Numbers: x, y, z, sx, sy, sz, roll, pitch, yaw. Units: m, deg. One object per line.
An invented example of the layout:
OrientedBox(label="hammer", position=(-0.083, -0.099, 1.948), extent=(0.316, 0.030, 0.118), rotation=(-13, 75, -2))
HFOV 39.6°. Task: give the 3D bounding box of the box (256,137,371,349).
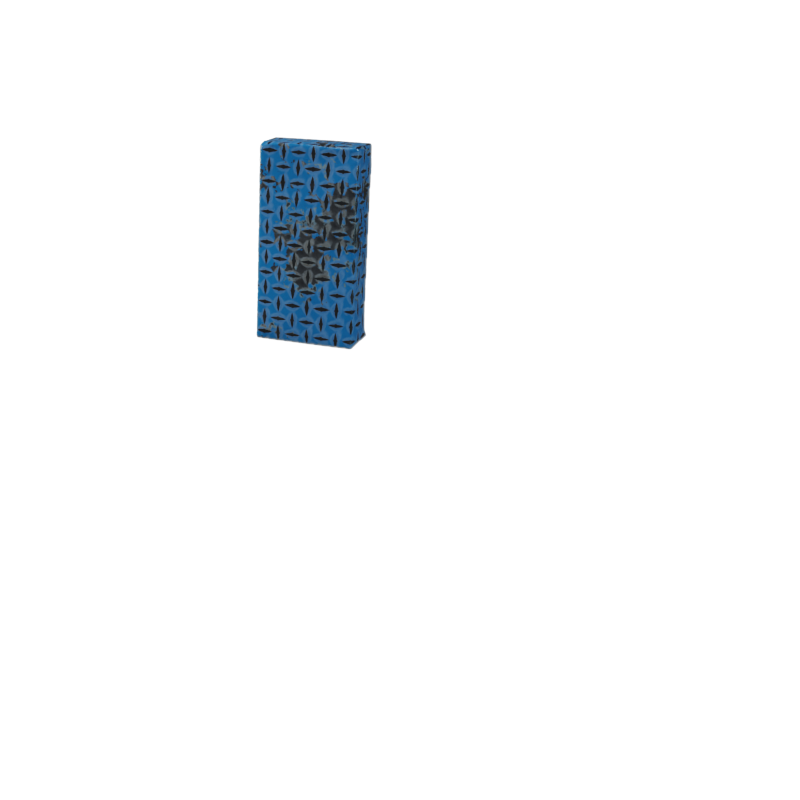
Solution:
OrientedBox(label="box", position=(-0.076, -0.139, 0.971), extent=(0.096, 0.170, 0.048), rotation=(6, 15, 18))
